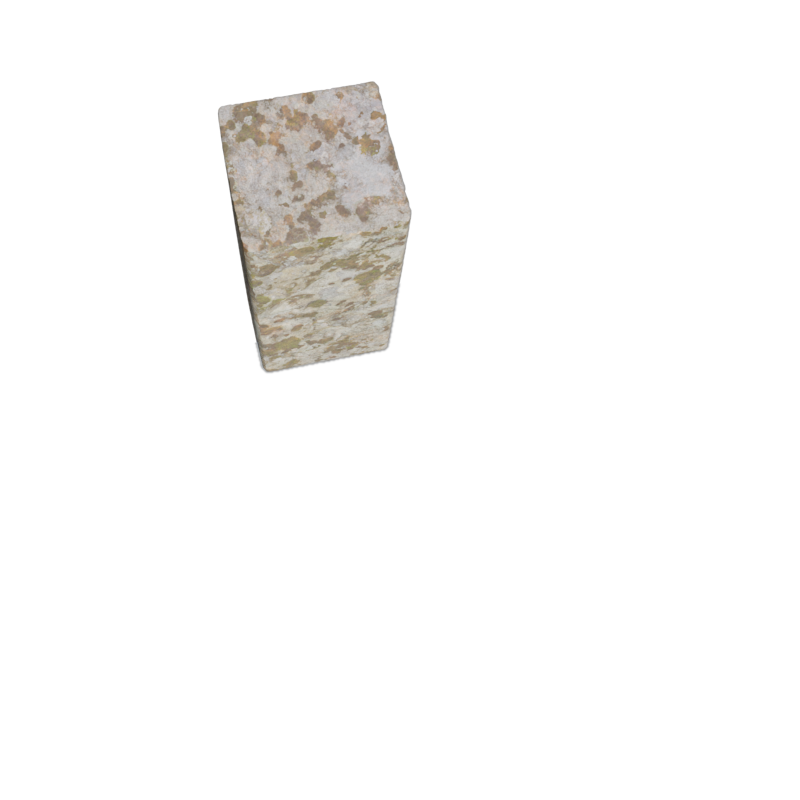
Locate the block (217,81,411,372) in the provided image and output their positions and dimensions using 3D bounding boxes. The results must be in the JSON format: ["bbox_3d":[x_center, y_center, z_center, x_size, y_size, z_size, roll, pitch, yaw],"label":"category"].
[{"bbox_3d":[-0.053,-0.096,0.675,0.090,0.095,0.197,-11,-17,-7],"label":"block"}]
